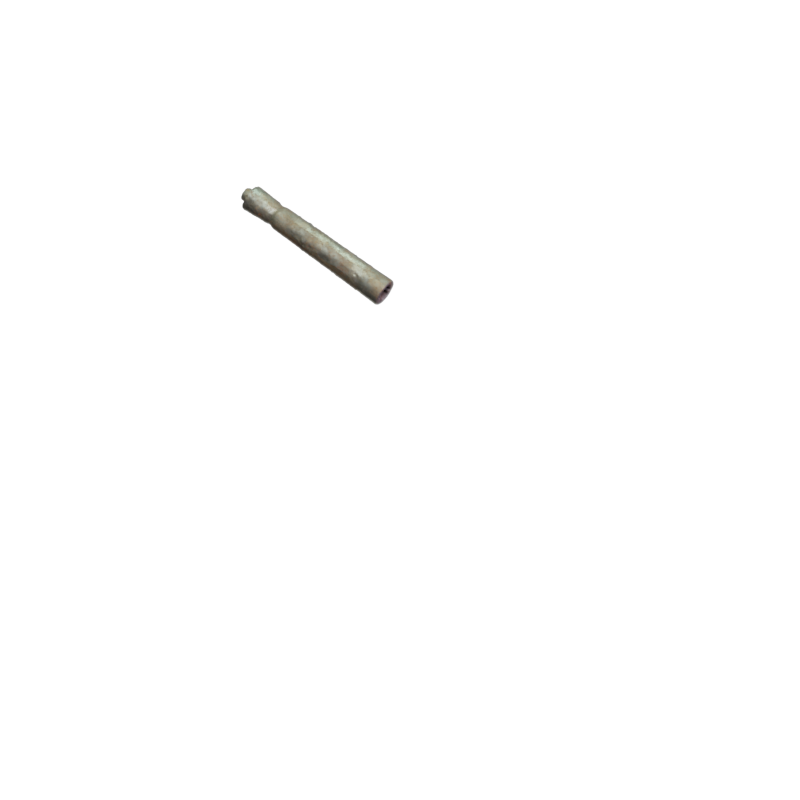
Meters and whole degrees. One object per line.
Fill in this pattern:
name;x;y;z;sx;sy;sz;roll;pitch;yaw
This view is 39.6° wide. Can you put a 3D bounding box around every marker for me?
marker;-0.057;-0.104;0.731;0.127;0.019;0.019;37;16;19
